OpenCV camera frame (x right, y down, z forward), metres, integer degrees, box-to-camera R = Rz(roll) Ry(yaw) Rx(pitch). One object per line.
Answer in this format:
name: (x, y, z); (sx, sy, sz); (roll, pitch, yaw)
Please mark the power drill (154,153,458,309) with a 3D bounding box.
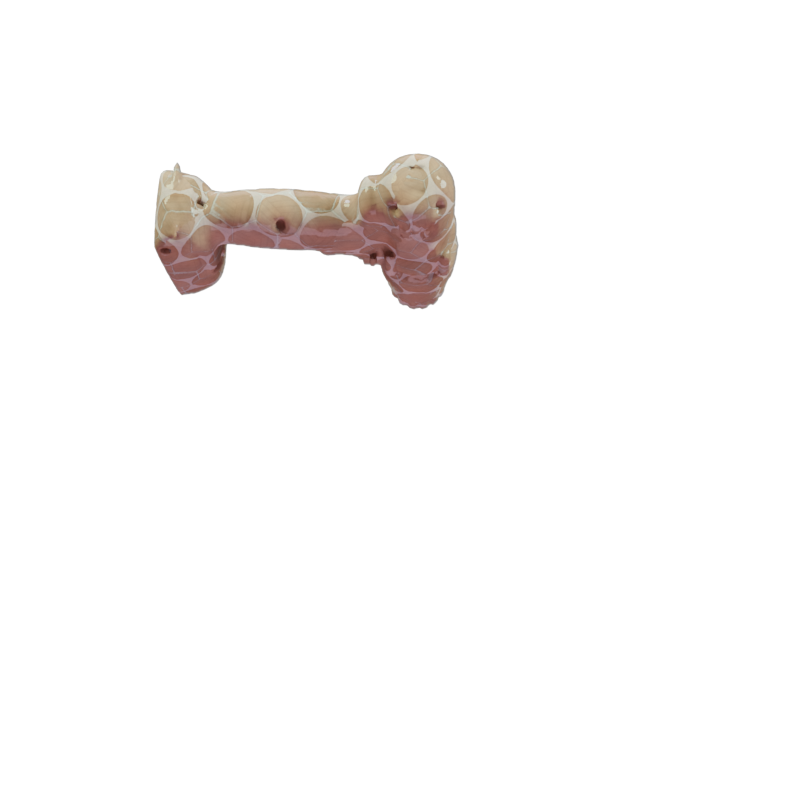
power drill: (-0.056, -0.103, 0.721); (0.188, 0.060, 0.175); (-1, -18, 3)
